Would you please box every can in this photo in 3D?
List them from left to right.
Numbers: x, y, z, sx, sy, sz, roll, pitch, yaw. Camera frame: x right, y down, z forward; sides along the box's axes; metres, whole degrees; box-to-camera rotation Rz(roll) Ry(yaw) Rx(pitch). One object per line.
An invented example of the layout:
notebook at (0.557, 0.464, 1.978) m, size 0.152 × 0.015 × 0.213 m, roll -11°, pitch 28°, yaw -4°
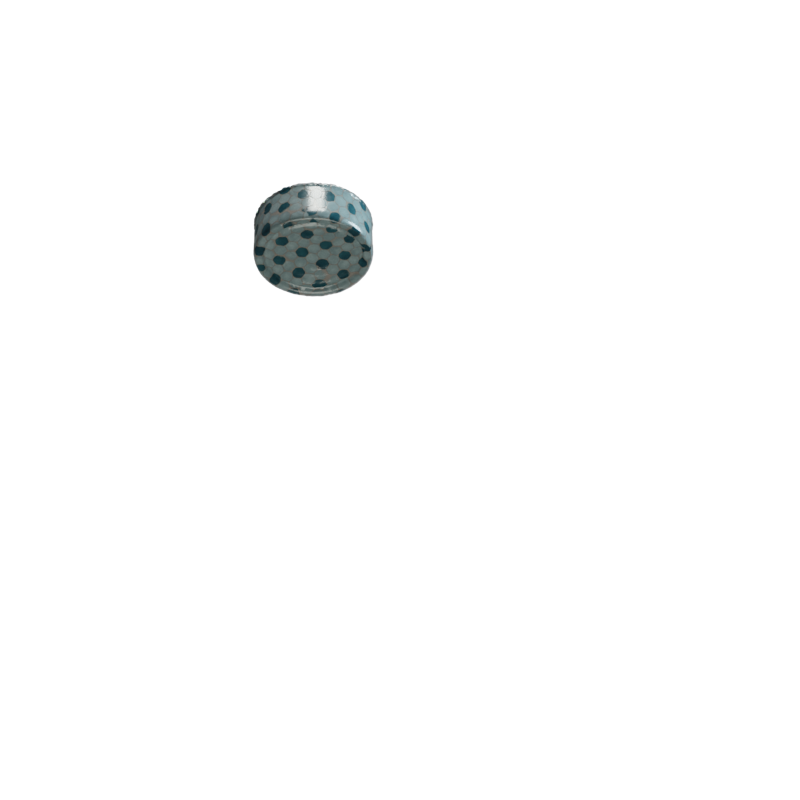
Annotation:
can at (-0.062, -0.112, 0.788) m, size 0.086 × 0.036 × 0.080 m, roll 1°, pitch -39°, yaw -2°
